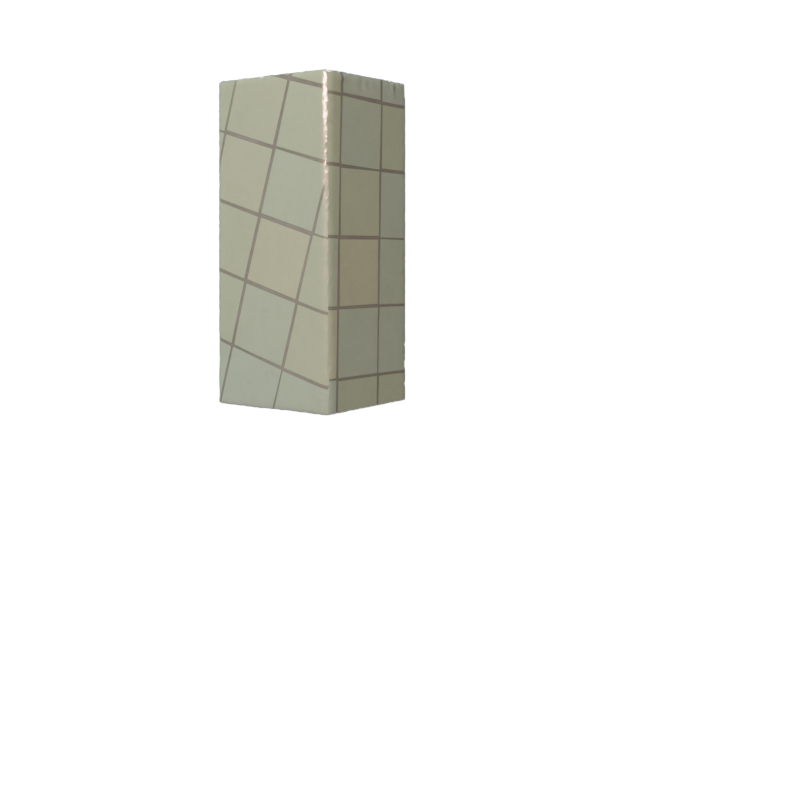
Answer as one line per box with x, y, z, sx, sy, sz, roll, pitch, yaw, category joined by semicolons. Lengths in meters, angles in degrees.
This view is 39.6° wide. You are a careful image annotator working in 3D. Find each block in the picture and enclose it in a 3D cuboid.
-0.056;-0.102;0.716;0.094;0.206;0.087;1;2;36;block
